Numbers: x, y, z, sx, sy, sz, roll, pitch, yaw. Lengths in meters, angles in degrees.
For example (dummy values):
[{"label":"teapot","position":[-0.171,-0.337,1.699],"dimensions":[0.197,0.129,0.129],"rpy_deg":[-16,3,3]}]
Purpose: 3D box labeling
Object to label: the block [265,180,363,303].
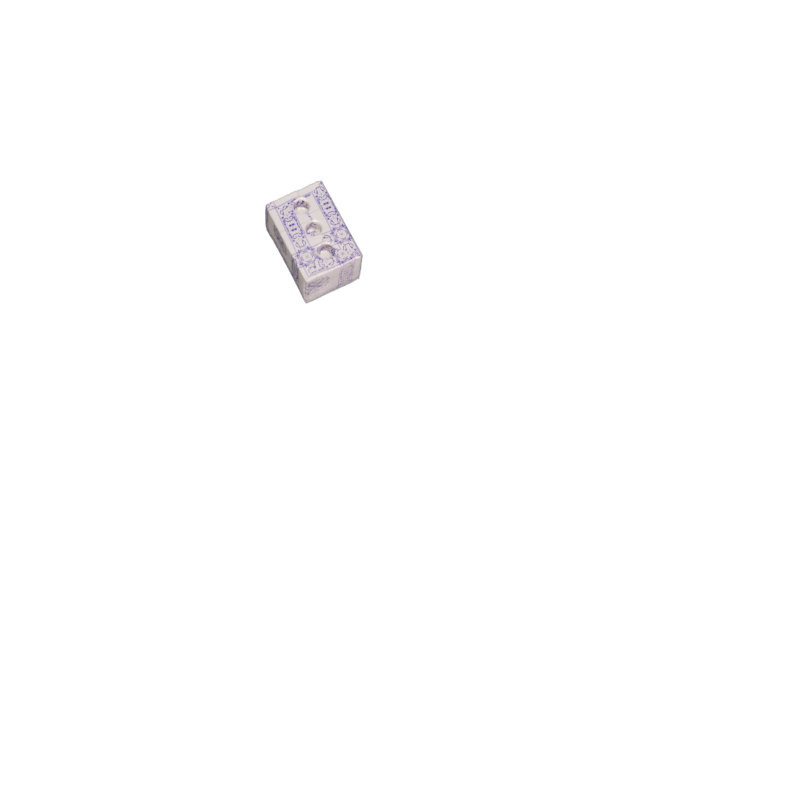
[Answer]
[{"label":"block","position":[-0.071,-0.129,0.905],"dimensions":[0.053,0.082,0.049],"rpy_deg":[-25,-19,-11]}]
